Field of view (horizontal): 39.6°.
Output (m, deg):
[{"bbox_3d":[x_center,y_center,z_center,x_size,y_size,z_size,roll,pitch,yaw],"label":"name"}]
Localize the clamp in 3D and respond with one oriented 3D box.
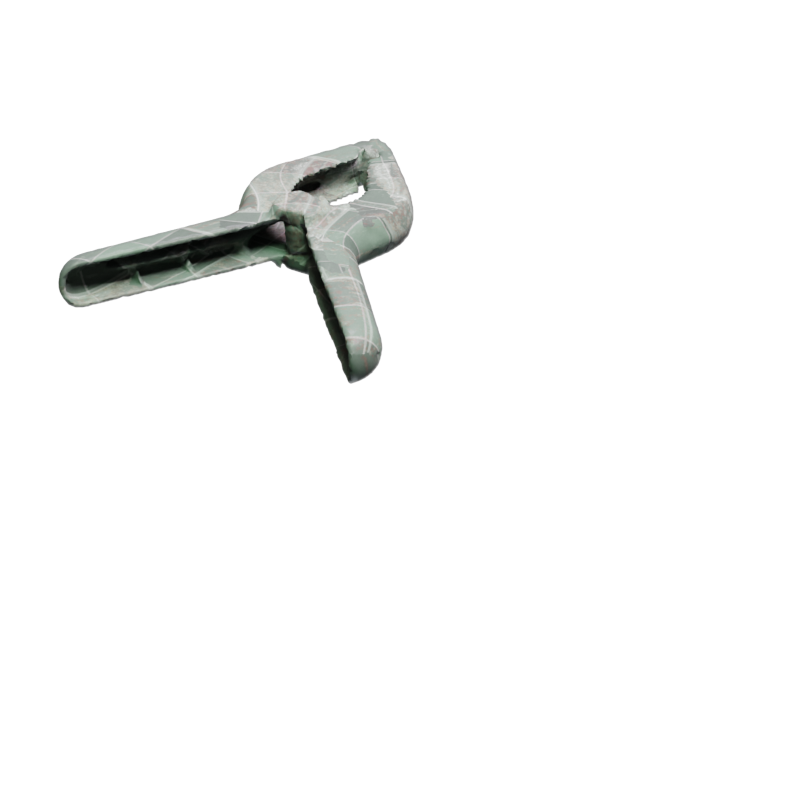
[{"bbox_3d":[-0.044,-0.081,0.565,0.173,0.034,0.213,19,39,25],"label":"clamp"}]
